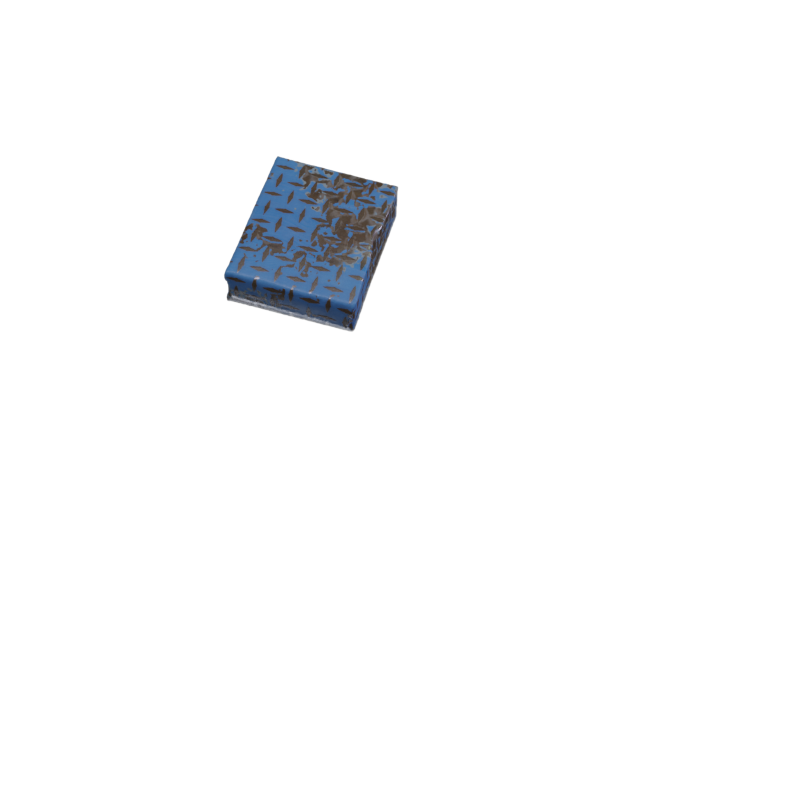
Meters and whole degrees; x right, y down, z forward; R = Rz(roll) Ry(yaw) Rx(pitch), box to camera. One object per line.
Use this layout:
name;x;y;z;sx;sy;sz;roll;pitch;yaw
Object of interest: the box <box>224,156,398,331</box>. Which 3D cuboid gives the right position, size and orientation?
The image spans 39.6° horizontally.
box;-0.048;-0.087;0.610;0.074;0.094;0.028;14;-34;9
